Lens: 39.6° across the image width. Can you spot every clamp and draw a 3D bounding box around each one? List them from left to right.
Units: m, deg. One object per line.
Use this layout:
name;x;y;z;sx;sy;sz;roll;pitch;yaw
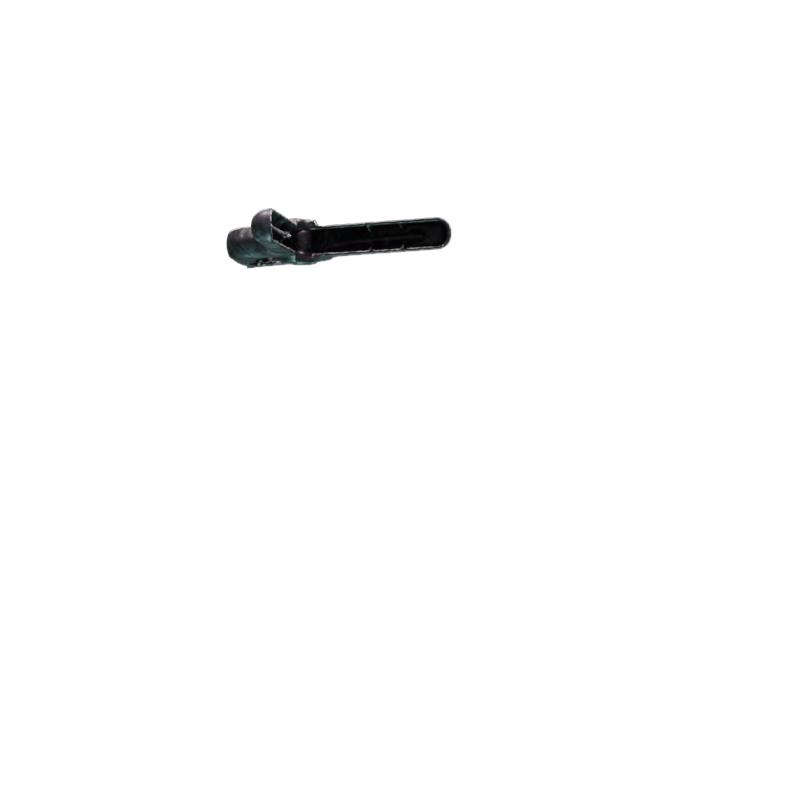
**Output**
clamp;-0.070;-0.127;0.892;0.160;0.037;0.215;-1;2;-24
